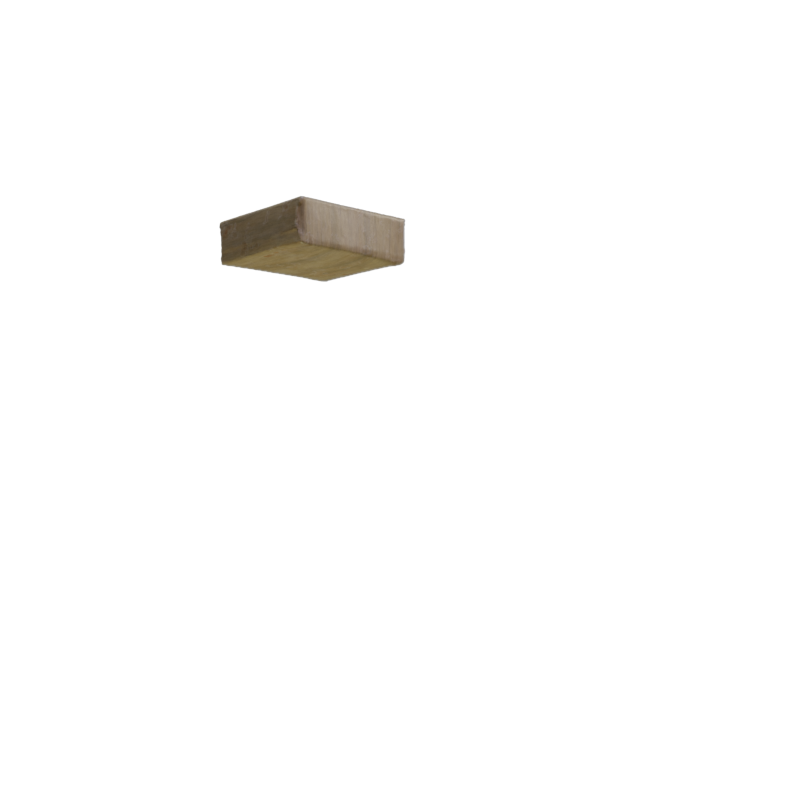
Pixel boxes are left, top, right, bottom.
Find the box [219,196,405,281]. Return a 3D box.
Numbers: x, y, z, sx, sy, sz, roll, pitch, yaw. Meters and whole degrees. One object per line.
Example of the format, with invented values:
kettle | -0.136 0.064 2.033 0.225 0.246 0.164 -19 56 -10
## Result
box | -0.065 -0.119 0.830 0.092 0.040 0.108 -7 -10 44
